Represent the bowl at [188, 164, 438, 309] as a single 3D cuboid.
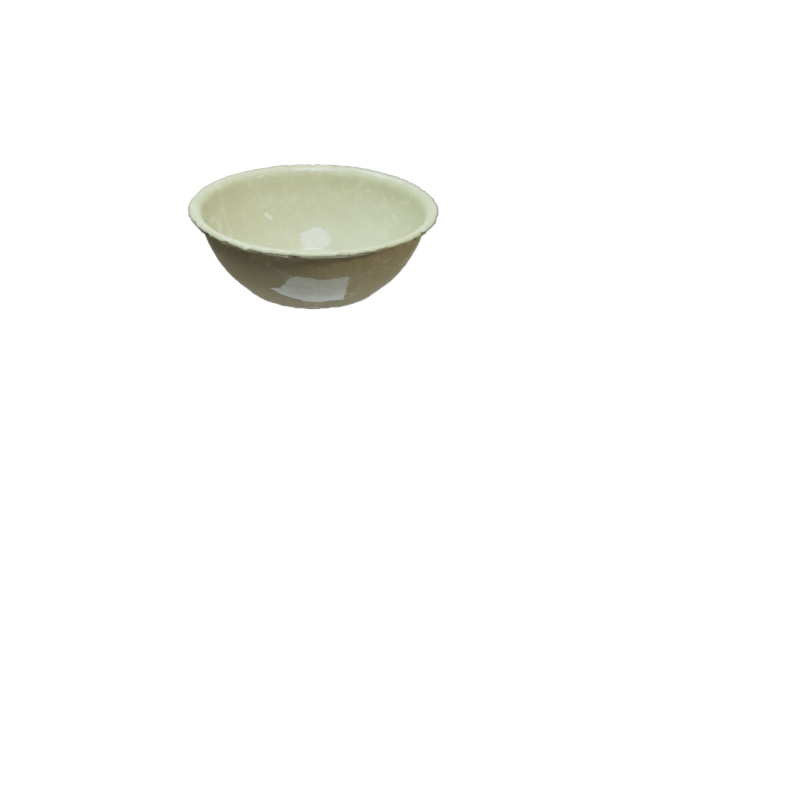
[{"bbox_3d":[-0.057,-0.104,0.728,0.162,0.052,0.172,-1,29,-2],"label":"bowl"}]
